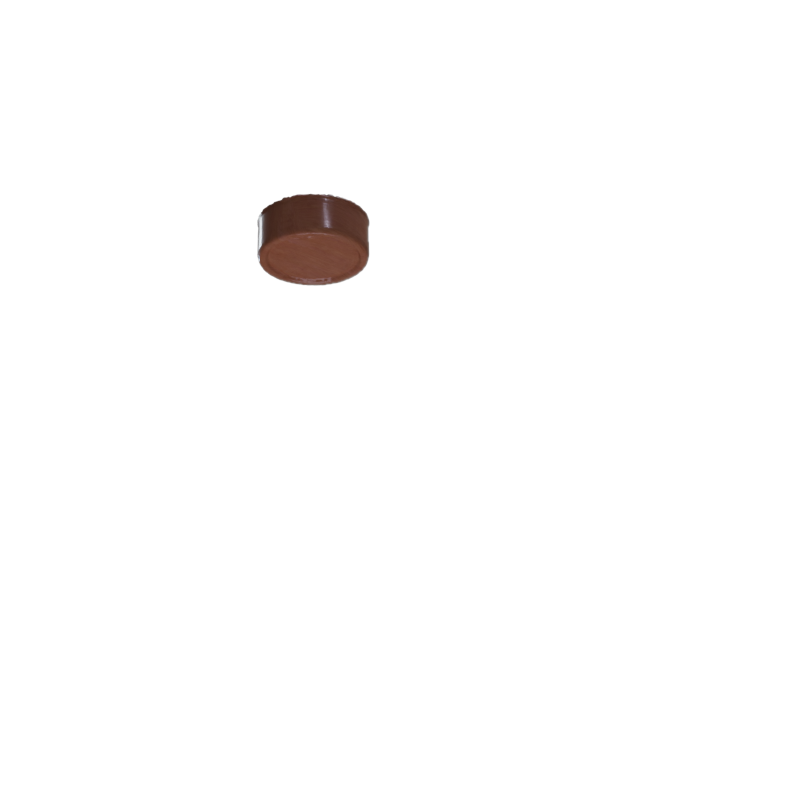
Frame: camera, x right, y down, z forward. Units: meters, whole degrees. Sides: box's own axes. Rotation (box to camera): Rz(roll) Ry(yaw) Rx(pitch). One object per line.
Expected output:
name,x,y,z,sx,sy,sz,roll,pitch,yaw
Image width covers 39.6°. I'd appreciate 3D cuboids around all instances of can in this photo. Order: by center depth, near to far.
can,-0.066,-0.120,0.841,0.086,0.036,0.081,1,-24,-2
